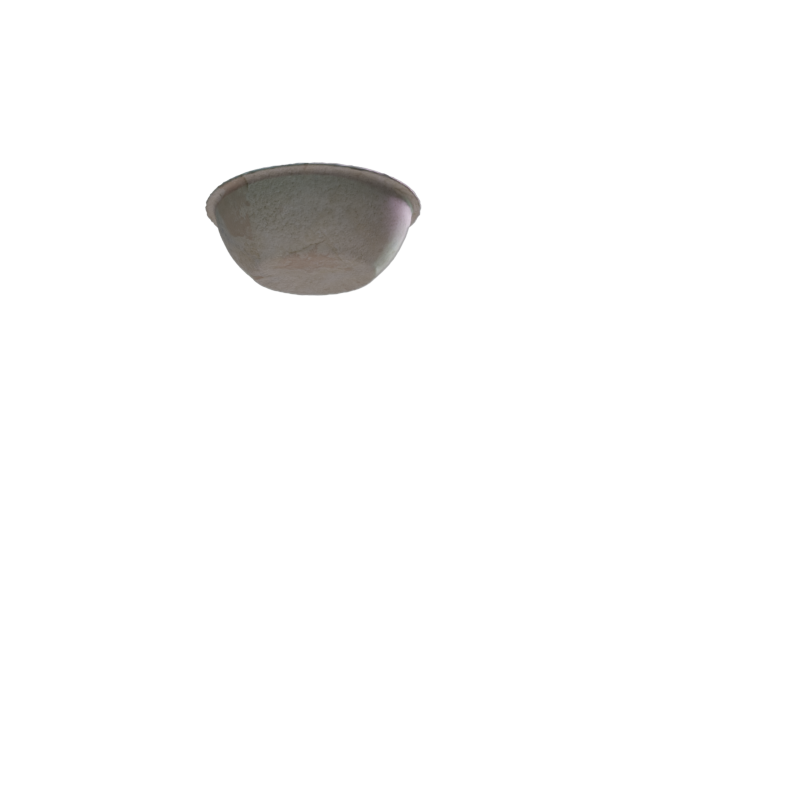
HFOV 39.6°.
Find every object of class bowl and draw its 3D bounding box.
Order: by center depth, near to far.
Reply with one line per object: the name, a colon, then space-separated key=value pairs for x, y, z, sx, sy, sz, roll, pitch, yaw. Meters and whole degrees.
bowl: x=-0.064 y=-0.117 z=0.823 sx=0.162 sy=0.057 sz=0.156 roll=0 pitch=-15 yaw=-2
